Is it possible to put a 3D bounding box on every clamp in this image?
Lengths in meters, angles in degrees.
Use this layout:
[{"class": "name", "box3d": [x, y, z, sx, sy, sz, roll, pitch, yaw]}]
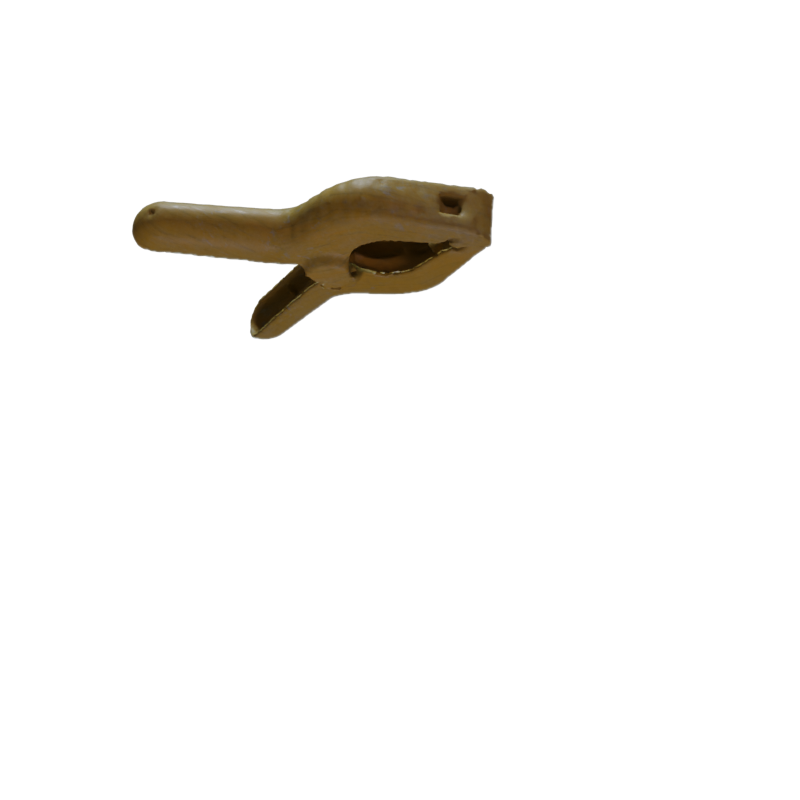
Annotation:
[{"class": "clamp", "box3d": [-0.042, -0.077, 0.538, 0.174, 0.041, 0.112, -16, -27, 33]}]
